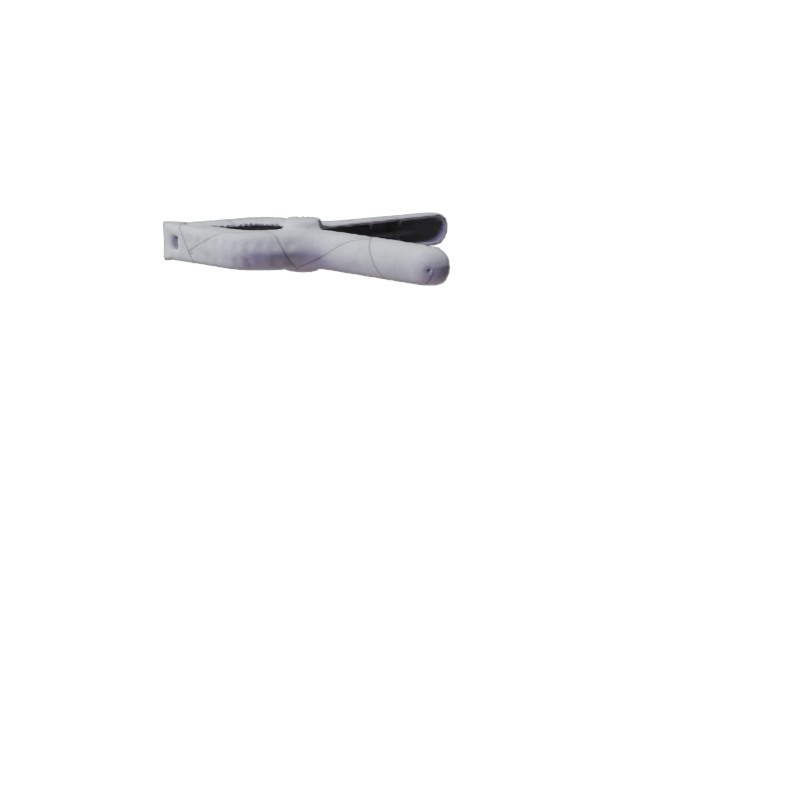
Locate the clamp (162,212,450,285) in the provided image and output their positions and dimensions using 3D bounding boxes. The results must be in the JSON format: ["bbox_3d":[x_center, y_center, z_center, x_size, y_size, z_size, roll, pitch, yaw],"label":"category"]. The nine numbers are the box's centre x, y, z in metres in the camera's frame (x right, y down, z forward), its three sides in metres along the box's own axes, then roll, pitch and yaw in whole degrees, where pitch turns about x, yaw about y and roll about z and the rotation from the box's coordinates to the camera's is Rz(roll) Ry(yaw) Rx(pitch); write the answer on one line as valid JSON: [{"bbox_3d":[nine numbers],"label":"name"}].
[{"bbox_3d":[-0.062,-0.113,0.789,0.214,0.035,0.167,3,17,11],"label":"clamp"}]
